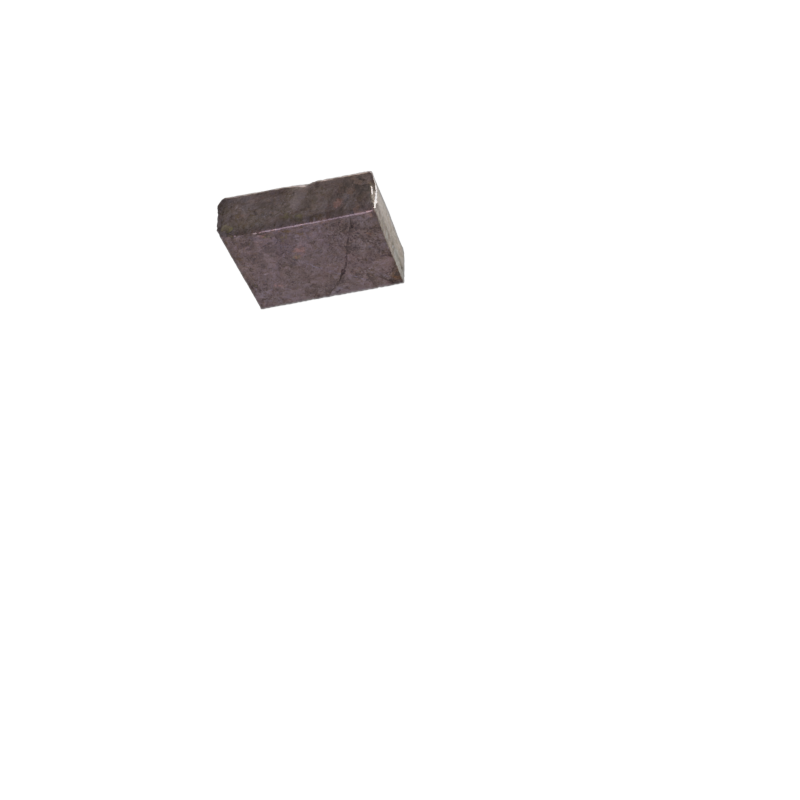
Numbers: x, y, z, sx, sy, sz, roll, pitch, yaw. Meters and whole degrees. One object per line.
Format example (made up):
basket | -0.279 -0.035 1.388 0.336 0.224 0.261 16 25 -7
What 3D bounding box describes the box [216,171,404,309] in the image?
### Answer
box | -0.048 -0.088 0.617 0.090 0.032 0.068 -8 -33 13
